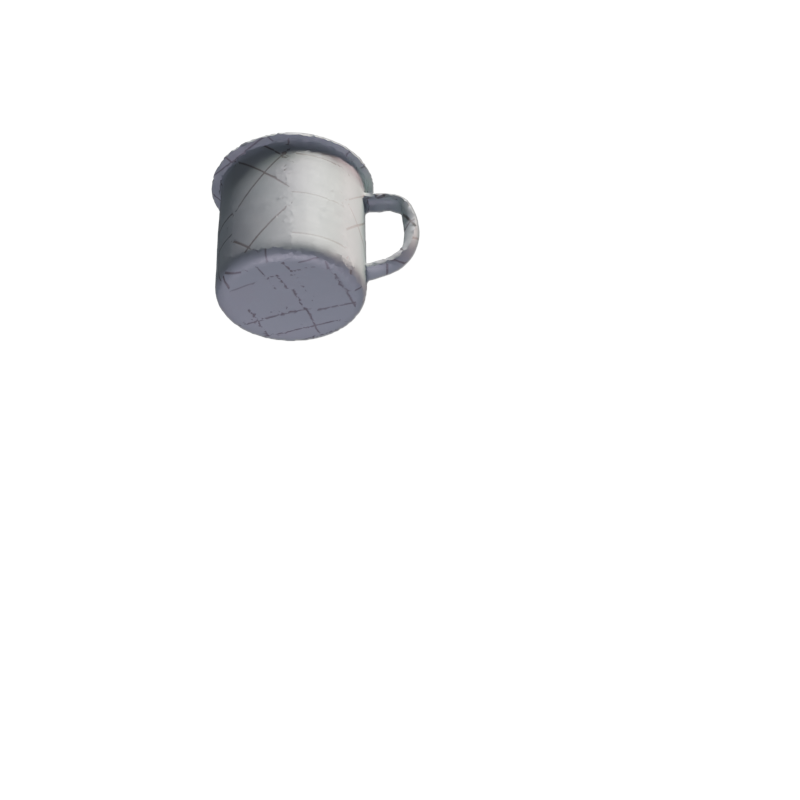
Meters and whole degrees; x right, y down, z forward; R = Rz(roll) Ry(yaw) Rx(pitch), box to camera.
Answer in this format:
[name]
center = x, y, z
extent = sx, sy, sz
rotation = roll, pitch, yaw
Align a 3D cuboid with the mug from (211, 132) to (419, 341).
[mug]
center = -0.048, -0.087, 0.612
extent = 0.117, 0.087, 0.087
rotation = -3, -36, 2
